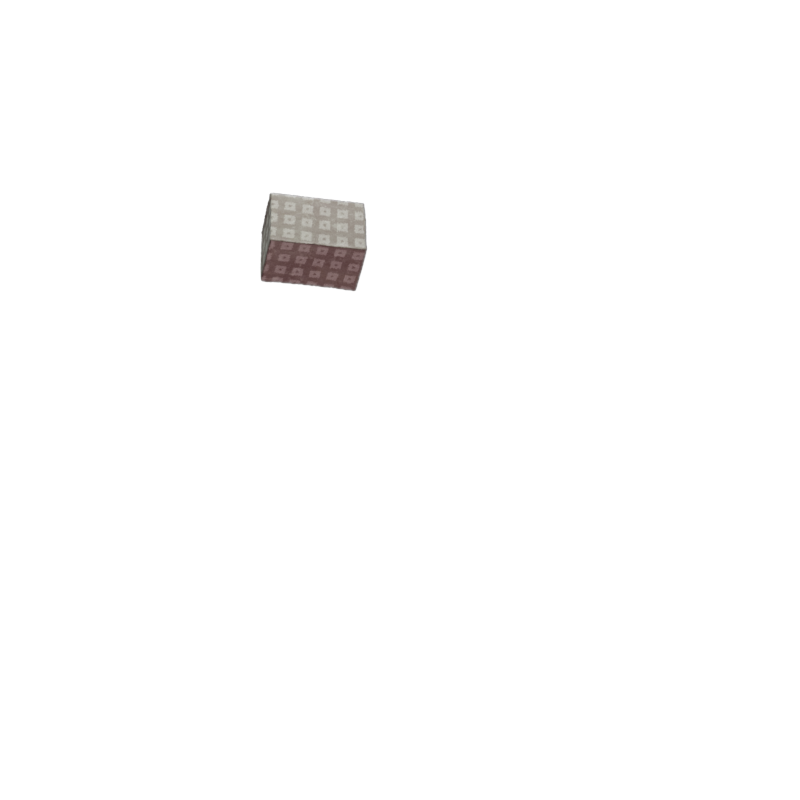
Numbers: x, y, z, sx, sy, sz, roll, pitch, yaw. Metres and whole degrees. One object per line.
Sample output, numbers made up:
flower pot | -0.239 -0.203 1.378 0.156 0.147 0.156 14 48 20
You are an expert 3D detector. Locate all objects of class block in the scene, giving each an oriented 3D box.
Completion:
block | -0.068 -0.125 0.875 0.077 0.055 0.050 6 -38 -10
